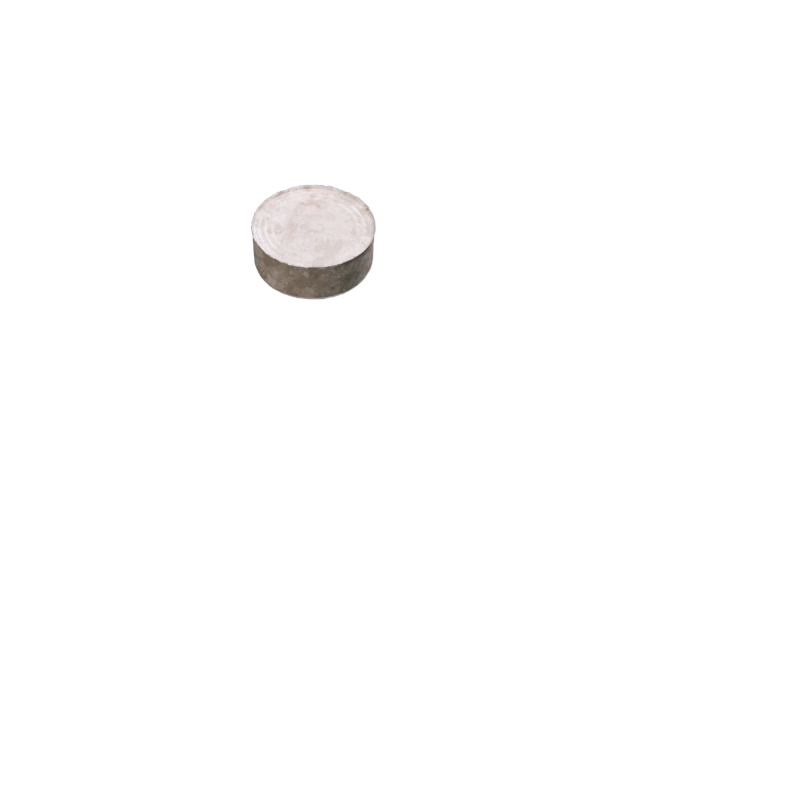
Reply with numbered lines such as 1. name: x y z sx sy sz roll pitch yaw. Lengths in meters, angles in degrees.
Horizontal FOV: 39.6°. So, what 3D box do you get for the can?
1. can: -0.060 -0.110 0.772 0.086 0.092 0.031 -1 -44 -1
